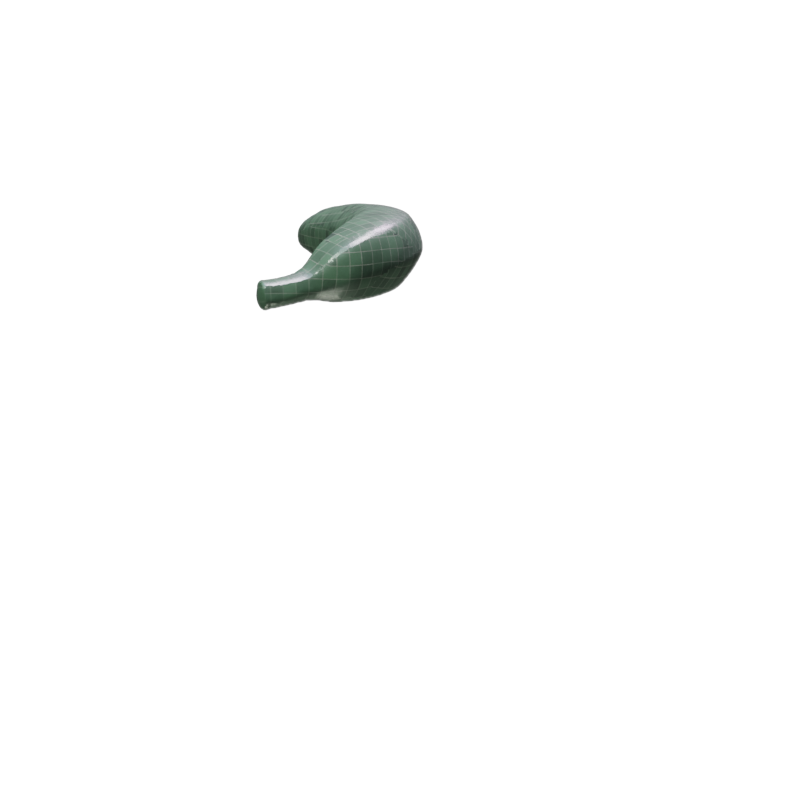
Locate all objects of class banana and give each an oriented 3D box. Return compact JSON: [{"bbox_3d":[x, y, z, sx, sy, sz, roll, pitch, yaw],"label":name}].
[{"bbox_3d":[-0.024,-0.077,0.540,0.070,0.036,0.202,0,13,1],"label":"banana"}]
